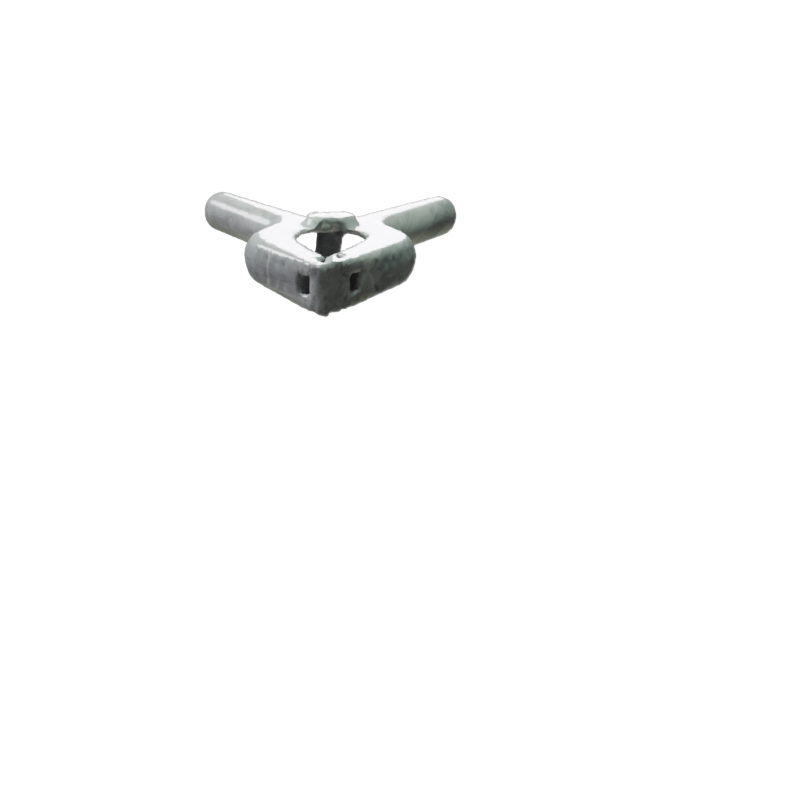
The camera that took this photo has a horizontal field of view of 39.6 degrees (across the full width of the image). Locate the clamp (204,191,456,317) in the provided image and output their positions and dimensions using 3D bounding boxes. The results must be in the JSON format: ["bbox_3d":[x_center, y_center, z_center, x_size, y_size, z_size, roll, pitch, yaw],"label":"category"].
[{"bbox_3d":[-0.051,-0.093,0.652,0.166,0.035,0.216,2,20,5],"label":"clamp"}]
